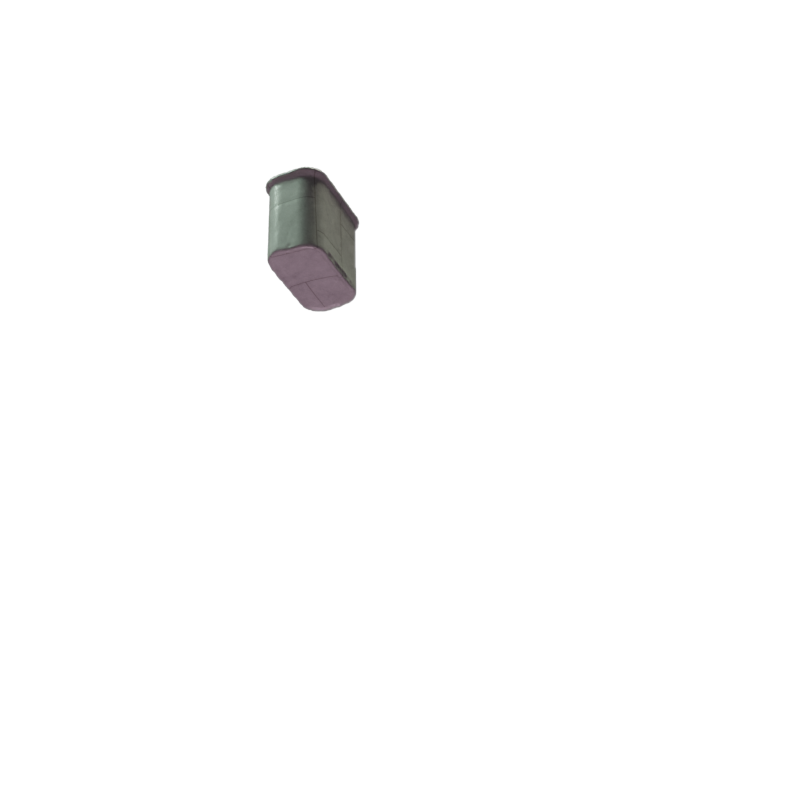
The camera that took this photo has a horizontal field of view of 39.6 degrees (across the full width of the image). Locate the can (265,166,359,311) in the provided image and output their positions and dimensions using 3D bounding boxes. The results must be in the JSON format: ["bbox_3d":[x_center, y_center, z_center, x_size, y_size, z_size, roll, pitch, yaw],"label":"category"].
[{"bbox_3d":[-0.076,-0.138,0.966,0.058,0.090,0.094,-15,-36,19],"label":"can"}]
